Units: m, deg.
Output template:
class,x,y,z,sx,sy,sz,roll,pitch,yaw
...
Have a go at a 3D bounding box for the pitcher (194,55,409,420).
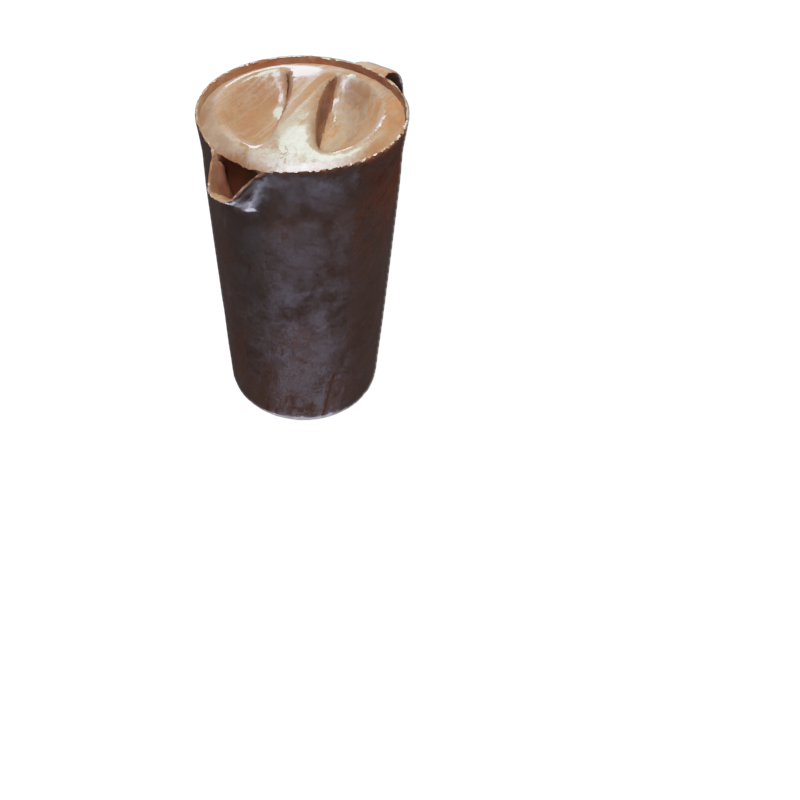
class,x,y,z,sx,sy,sz,roll,pitch,yaw
pitcher,-0.060,-0.109,0.766,0.148,0.226,0.157,-7,45,-10
